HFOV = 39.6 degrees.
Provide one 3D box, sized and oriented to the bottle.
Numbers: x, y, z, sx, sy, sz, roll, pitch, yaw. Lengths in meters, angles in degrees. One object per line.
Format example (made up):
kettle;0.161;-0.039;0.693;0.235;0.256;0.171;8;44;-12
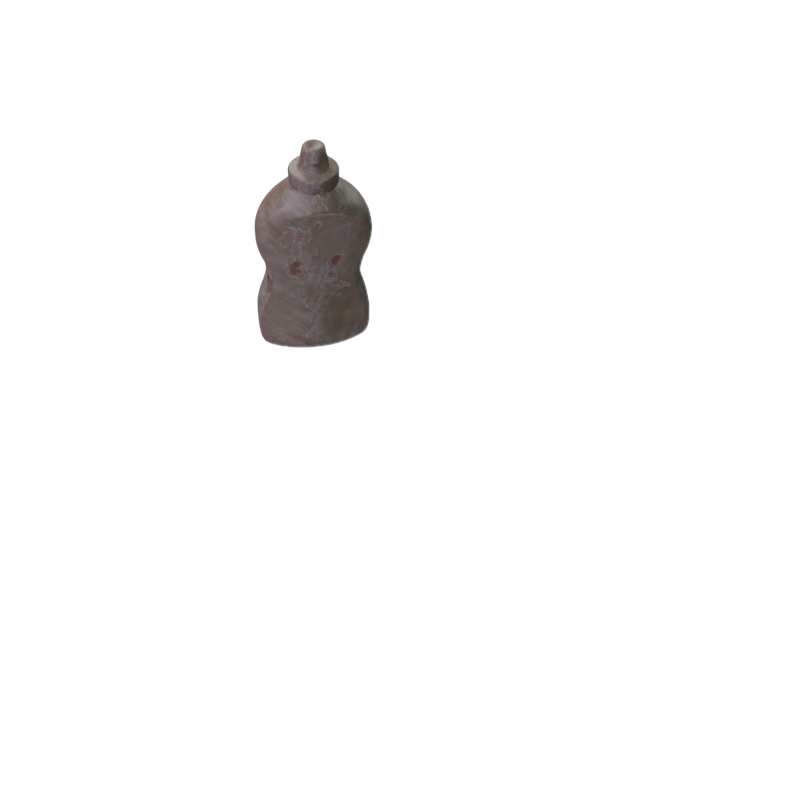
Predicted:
bottle;-0.072;-0.131;0.919;0.095;0.179;0.063;-4;41;-8
